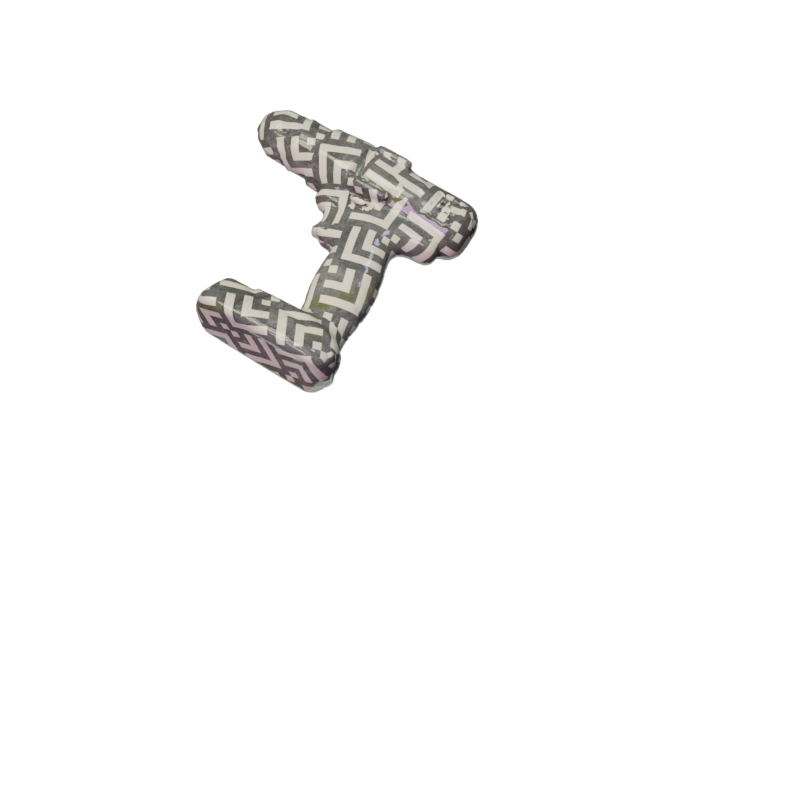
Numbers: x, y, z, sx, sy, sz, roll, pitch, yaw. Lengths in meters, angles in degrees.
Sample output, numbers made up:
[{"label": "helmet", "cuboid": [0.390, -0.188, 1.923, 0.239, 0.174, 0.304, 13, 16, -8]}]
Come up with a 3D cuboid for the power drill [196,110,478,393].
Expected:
[{"label": "power drill", "cuboid": [-0.062, -0.114, 0.796, 0.191, 0.193, 0.054, 29, -26, 15]}]
